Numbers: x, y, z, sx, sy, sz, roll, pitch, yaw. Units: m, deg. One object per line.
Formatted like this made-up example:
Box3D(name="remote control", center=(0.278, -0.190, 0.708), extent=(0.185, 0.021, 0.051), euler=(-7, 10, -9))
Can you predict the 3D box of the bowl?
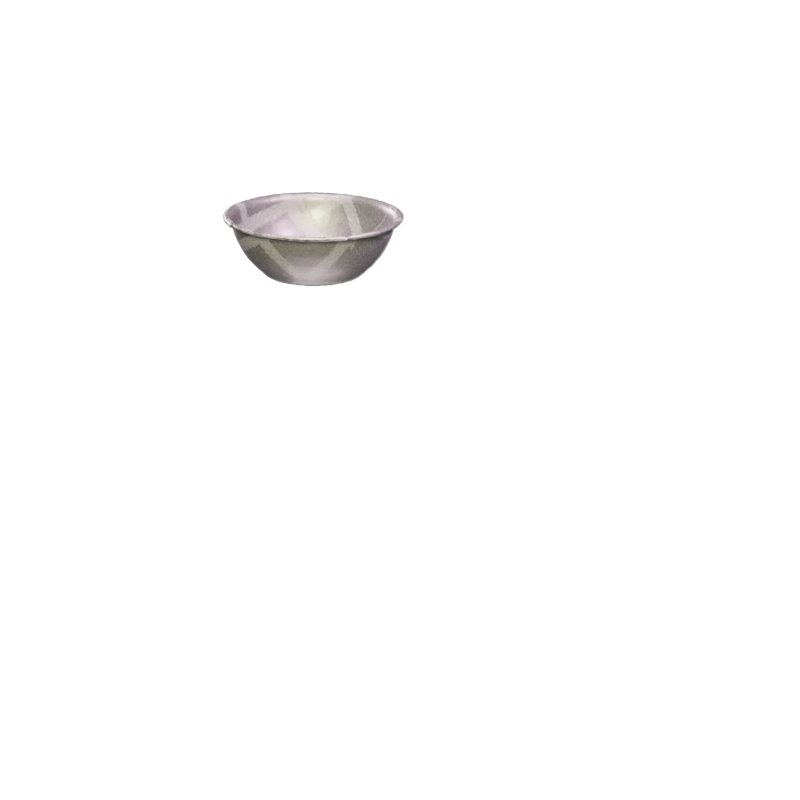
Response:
Box3D(name="bowl", center=(-0.078, -0.143, 0.998), extent=(0.162, 0.053, 0.170), euler=(-1, 23, -2))
